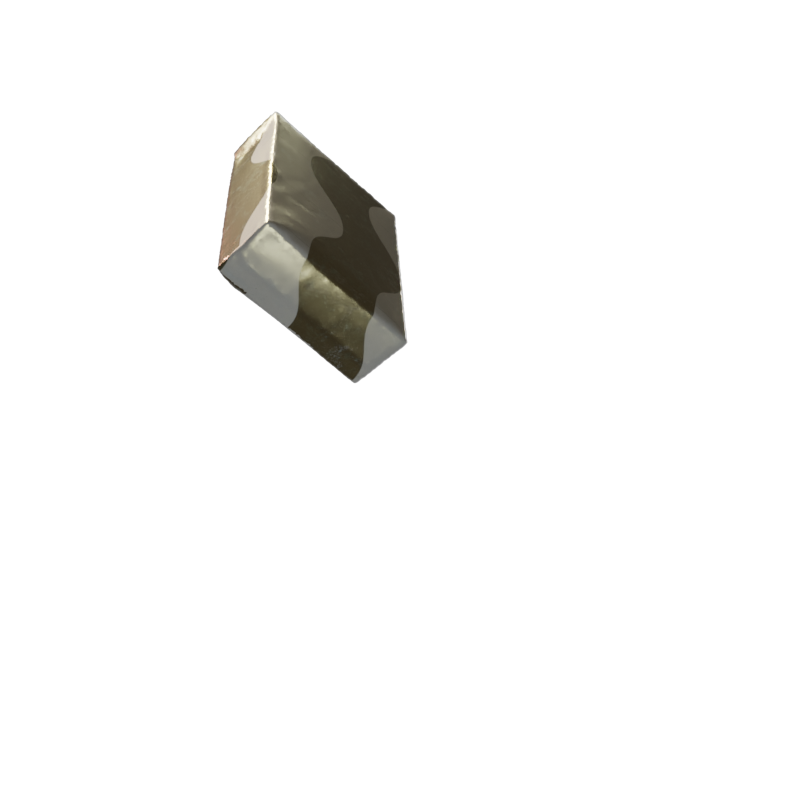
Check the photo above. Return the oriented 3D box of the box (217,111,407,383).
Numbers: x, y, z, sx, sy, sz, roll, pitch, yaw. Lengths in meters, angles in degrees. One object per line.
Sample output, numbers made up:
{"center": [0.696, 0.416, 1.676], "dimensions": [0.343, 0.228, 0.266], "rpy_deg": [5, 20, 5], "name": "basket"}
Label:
{"center": [-0.077, -0.140, 0.984], "dimensions": [0.155, 0.071, 0.228], "rpy_deg": [38, 25, -25], "name": "box"}
